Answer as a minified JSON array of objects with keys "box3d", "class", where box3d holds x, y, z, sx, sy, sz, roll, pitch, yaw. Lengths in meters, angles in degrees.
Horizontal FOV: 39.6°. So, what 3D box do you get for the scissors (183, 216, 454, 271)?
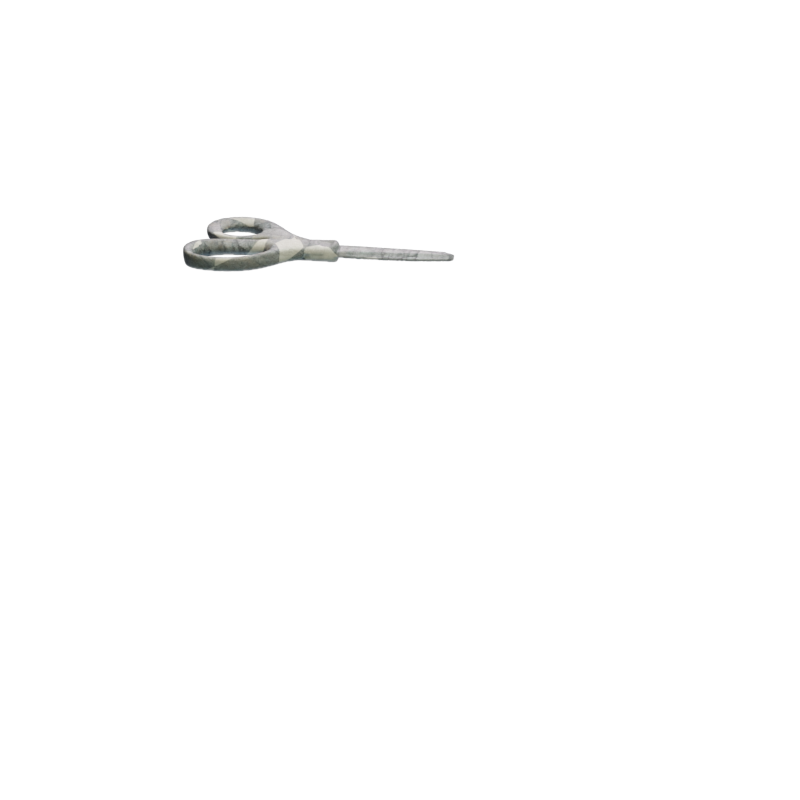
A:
[{"box3d":[-0.068,-0.123,0.863,0.200,0.015,0.102,-4,29,-7],"class":"scissors"}]
